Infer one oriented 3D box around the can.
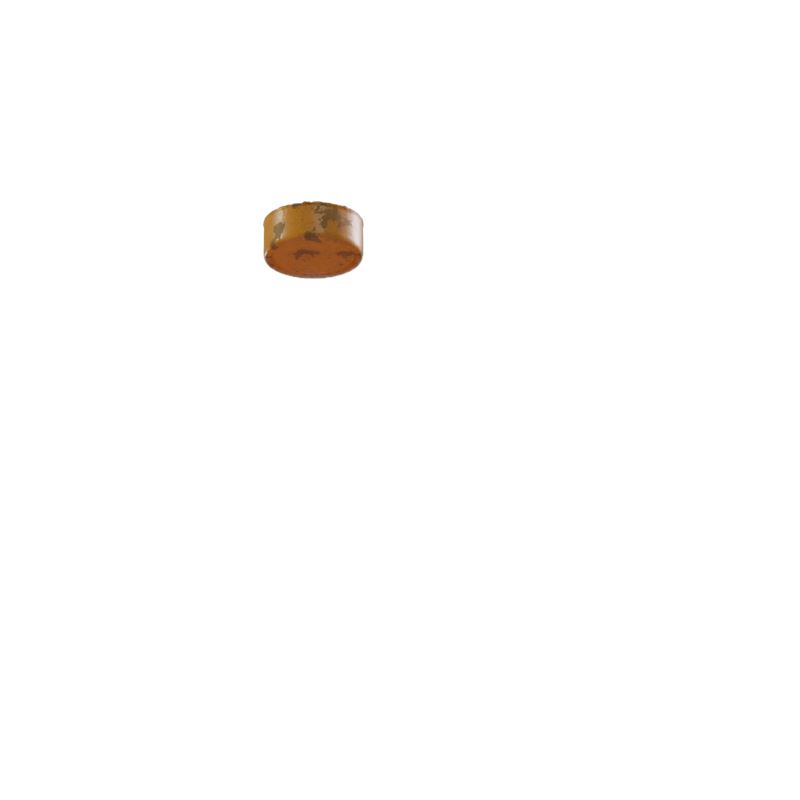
[{"bbox_3d":[-0.074,-0.134,0.939,0.086,0.035,0.082,0,-20,-2],"label":"can"}]
